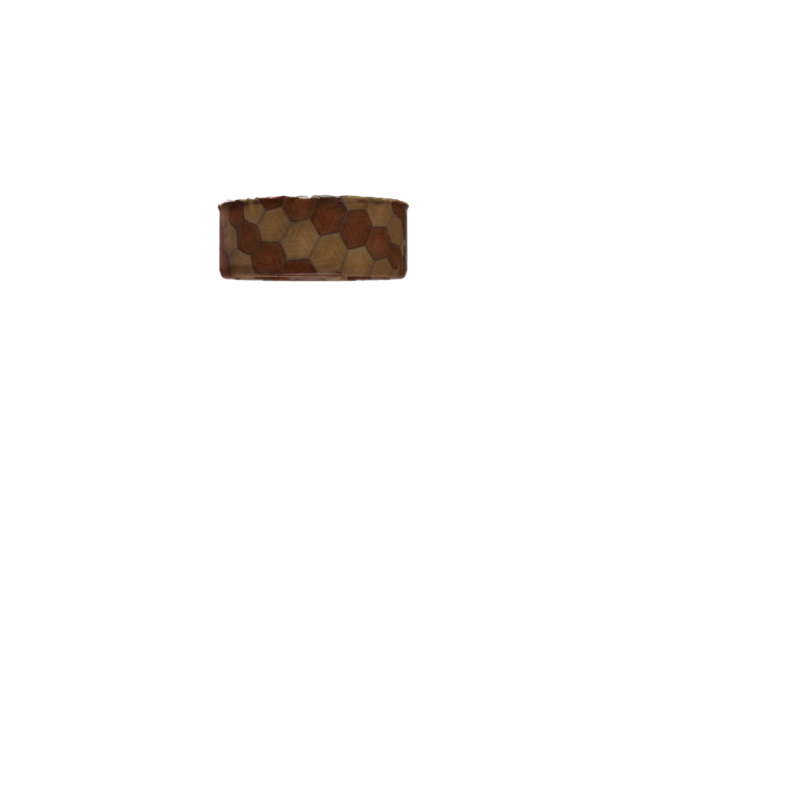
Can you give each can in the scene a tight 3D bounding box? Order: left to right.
[{"bbox_3d":[-0.039,-0.071,0.497,0.086,0.034,0.086,0,3,-2],"label":"can"}]
